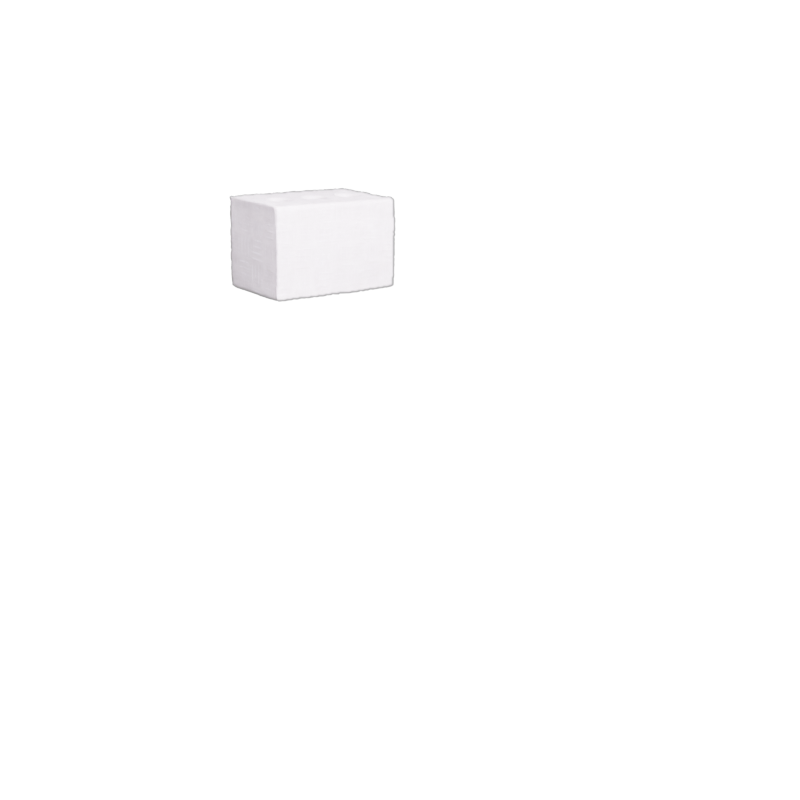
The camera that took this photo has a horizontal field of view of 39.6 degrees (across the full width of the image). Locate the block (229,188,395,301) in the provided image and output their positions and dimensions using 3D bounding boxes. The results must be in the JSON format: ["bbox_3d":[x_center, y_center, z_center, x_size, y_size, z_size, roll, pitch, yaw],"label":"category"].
[{"bbox_3d":[-0.048,-0.087,0.612,0.076,0.050,0.056,-10,17,-34],"label":"block"}]
